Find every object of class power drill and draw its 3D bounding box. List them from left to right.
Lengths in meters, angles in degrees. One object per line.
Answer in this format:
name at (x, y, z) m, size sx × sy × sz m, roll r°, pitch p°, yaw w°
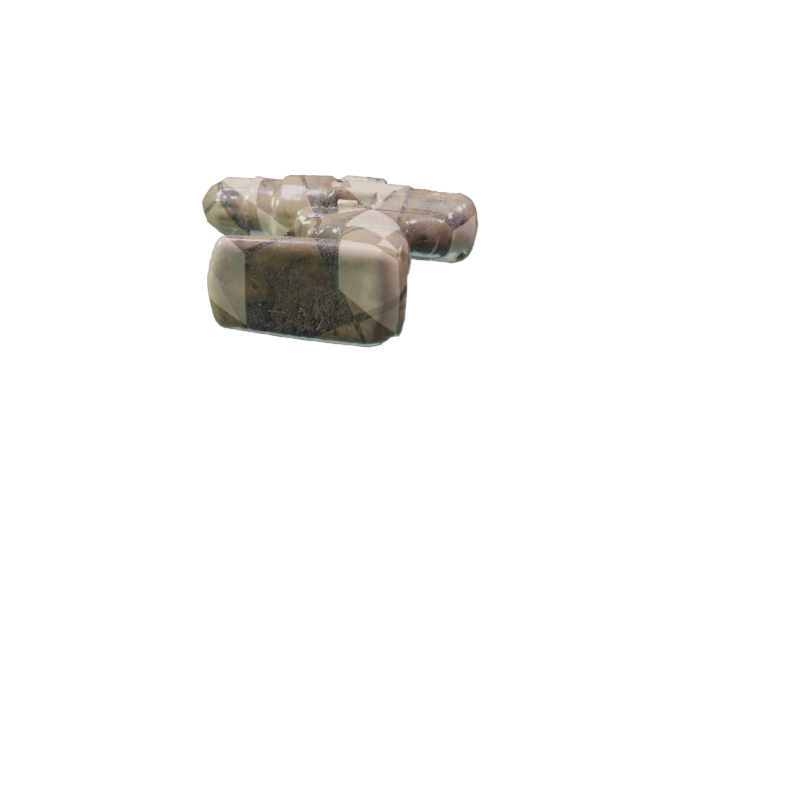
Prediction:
power drill at (-0.052, -0.096, 0.669) m, size 0.188 × 0.055 × 0.193 m, roll 5°, pitch 24°, yaw 10°
